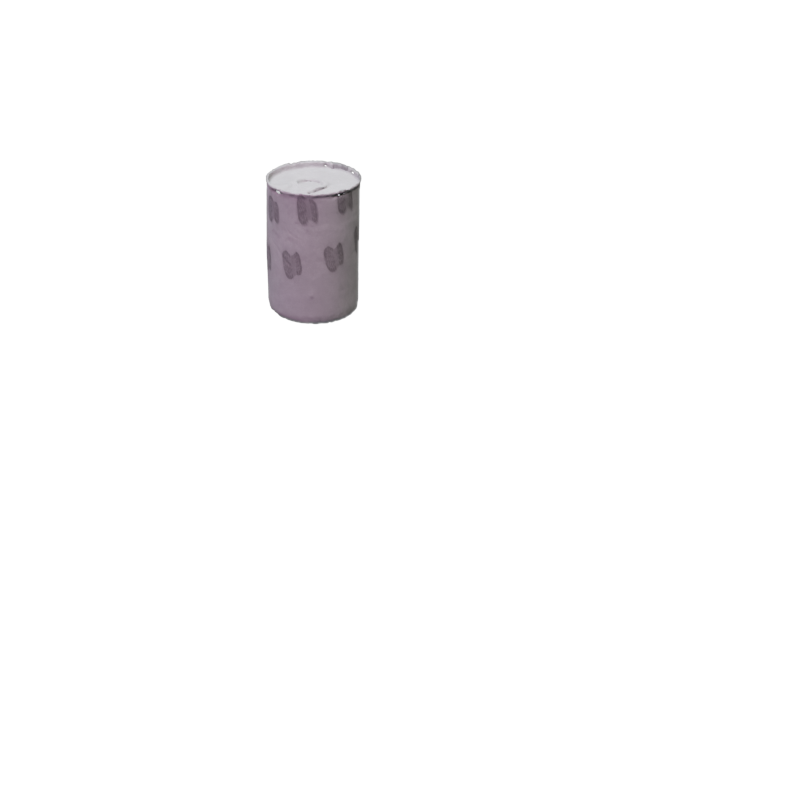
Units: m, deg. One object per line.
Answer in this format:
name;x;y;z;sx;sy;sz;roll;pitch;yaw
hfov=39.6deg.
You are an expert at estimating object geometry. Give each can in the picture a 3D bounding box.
can;-0.063;-0.115;0.807;0.068;0.097;0.072;0;27;-2
